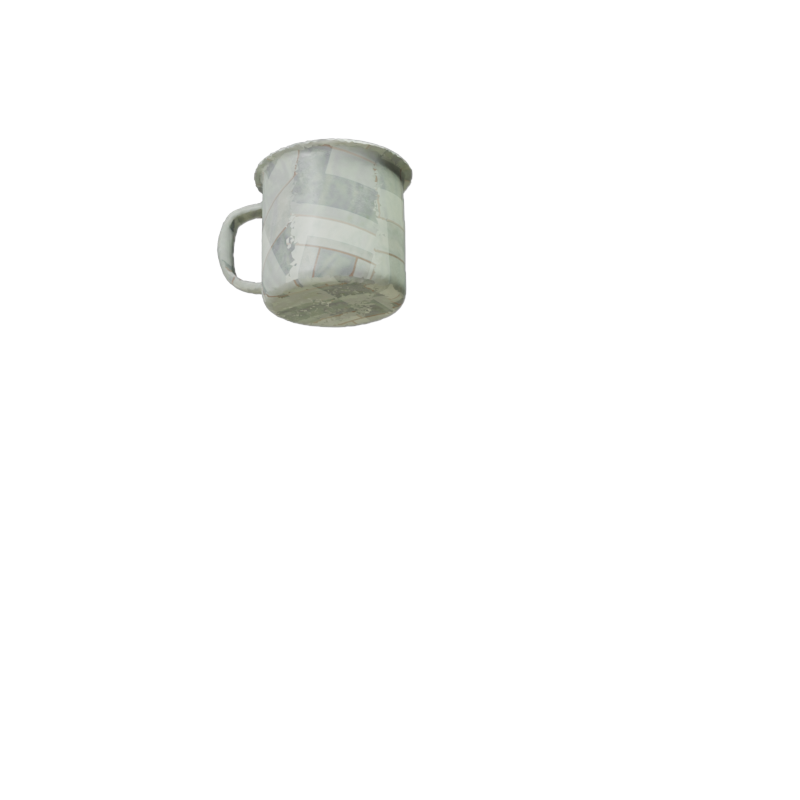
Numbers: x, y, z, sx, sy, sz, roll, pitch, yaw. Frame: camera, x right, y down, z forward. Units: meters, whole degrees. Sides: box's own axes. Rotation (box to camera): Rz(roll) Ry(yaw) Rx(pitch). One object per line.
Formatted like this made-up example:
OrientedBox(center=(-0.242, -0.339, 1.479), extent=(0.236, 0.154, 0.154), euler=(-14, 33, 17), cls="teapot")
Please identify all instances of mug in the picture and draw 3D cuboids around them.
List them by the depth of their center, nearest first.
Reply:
OrientedBox(center=(-0.050, -0.091, 0.637), extent=(0.119, 0.086, 0.087), euler=(-5, -20, 12), cls="mug")
